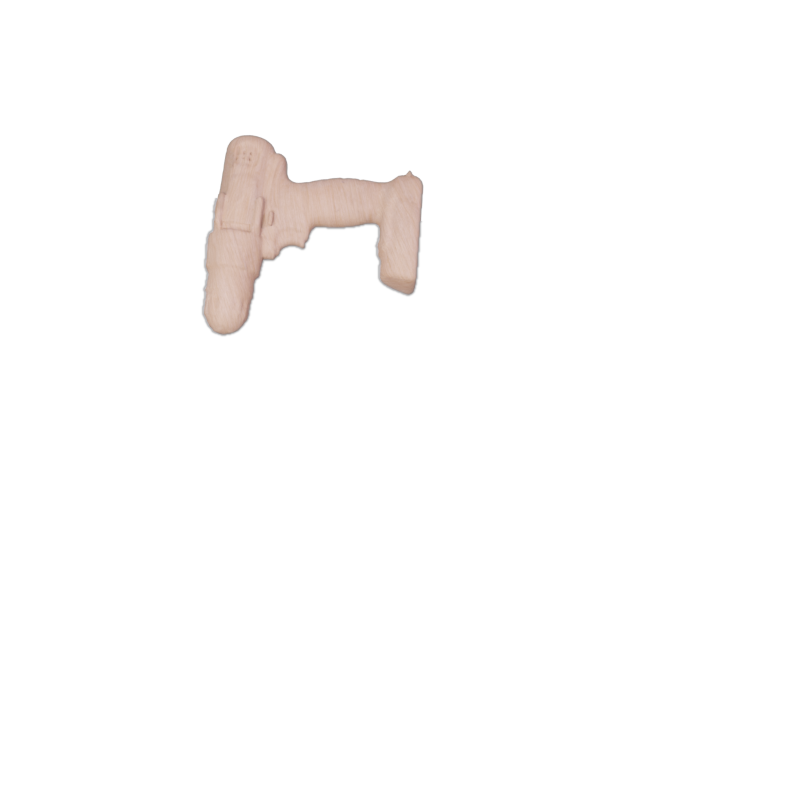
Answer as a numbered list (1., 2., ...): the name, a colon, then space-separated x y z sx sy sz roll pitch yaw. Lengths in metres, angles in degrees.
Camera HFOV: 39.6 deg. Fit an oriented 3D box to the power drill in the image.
1. power drill: -0.077 -0.140 0.982 0.188 0.191 0.055 6 -15 1
